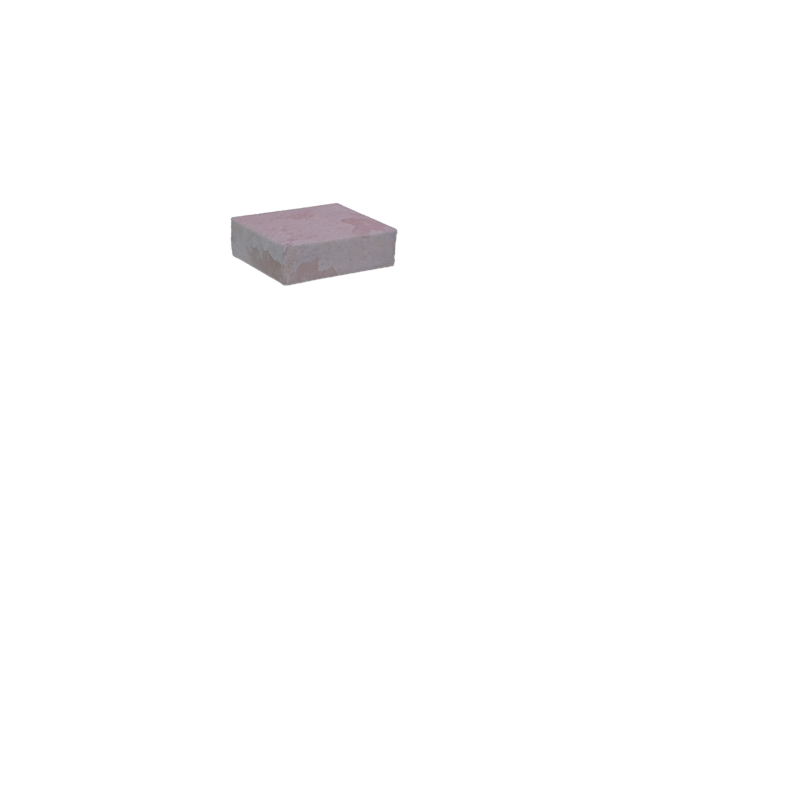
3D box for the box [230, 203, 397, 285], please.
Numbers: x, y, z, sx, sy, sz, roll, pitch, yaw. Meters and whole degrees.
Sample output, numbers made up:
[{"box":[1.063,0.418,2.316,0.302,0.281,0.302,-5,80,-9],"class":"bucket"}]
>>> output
[{"box":[-0.073,-0.133,0.931,0.111,0.037,0.096,-16,29,-32],"class":"box"}]
